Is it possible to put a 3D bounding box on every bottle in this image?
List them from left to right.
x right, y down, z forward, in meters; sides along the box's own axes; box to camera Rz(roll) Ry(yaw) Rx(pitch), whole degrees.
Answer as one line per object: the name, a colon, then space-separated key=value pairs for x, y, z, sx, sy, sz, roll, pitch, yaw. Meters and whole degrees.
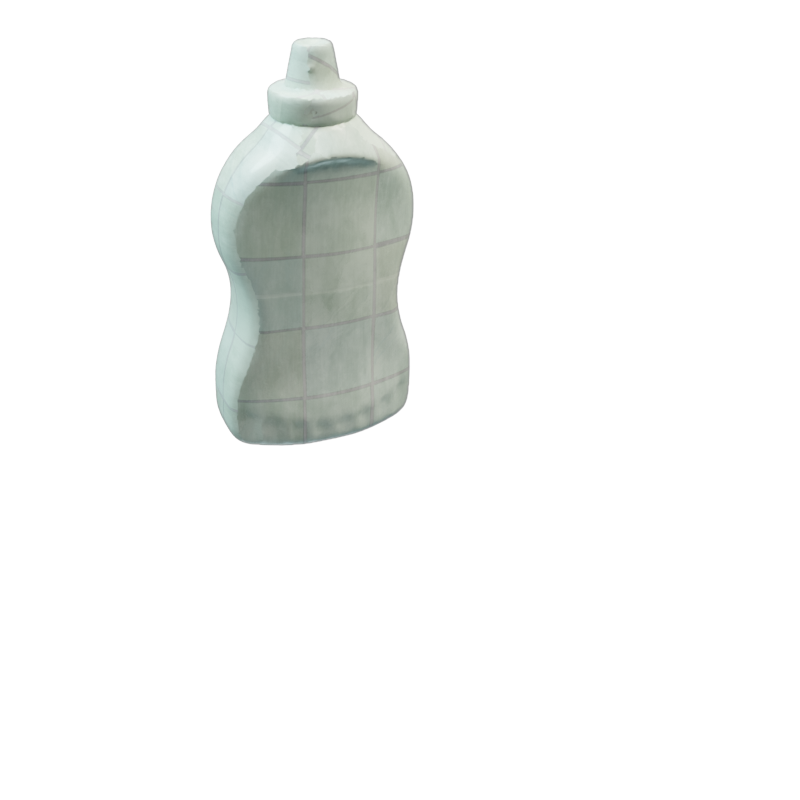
bottle: x=-0.041 y=-0.075 z=0.526 sx=0.094 sy=0.182 sz=0.063 roll=-8 pitch=27 yaw=-20
